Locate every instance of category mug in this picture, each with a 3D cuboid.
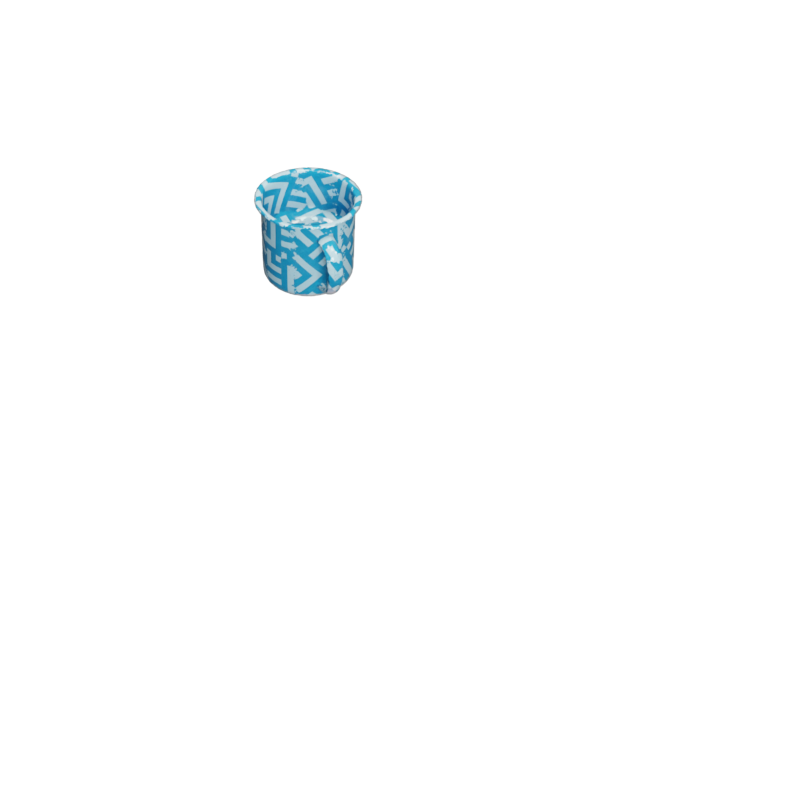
[{"bbox_3d":[-0.076,-0.138,0.966,0.092,0.076,0.127,-16,44,-19],"label":"mug"}]
